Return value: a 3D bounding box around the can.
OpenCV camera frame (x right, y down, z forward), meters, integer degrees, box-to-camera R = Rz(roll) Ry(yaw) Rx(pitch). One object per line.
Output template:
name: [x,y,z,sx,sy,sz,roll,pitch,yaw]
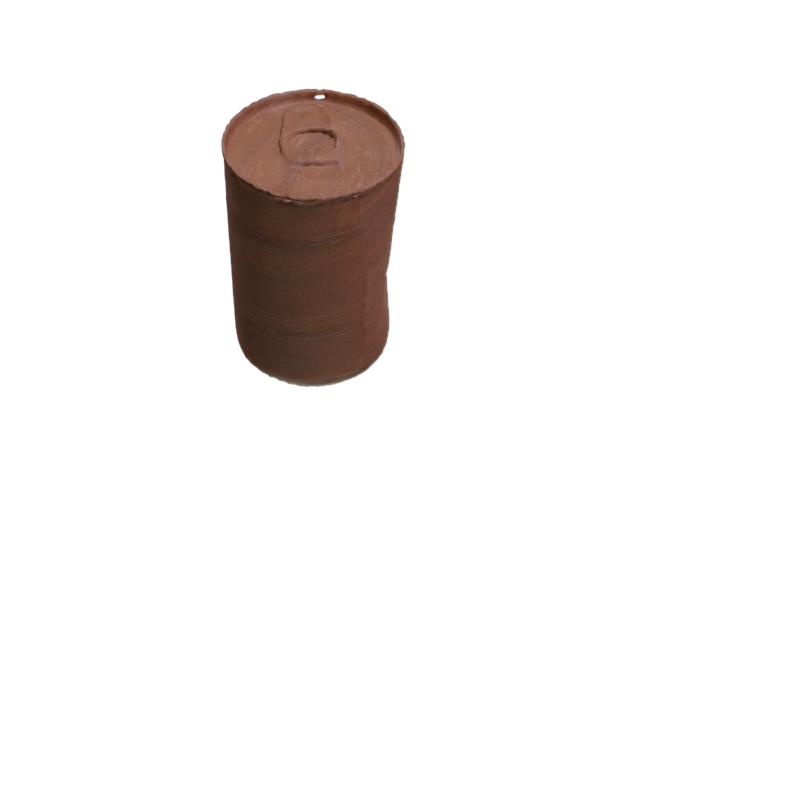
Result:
can: [-0.035,-0.063,0.442,0.068,0.074,0.095,0,-44,-3]
